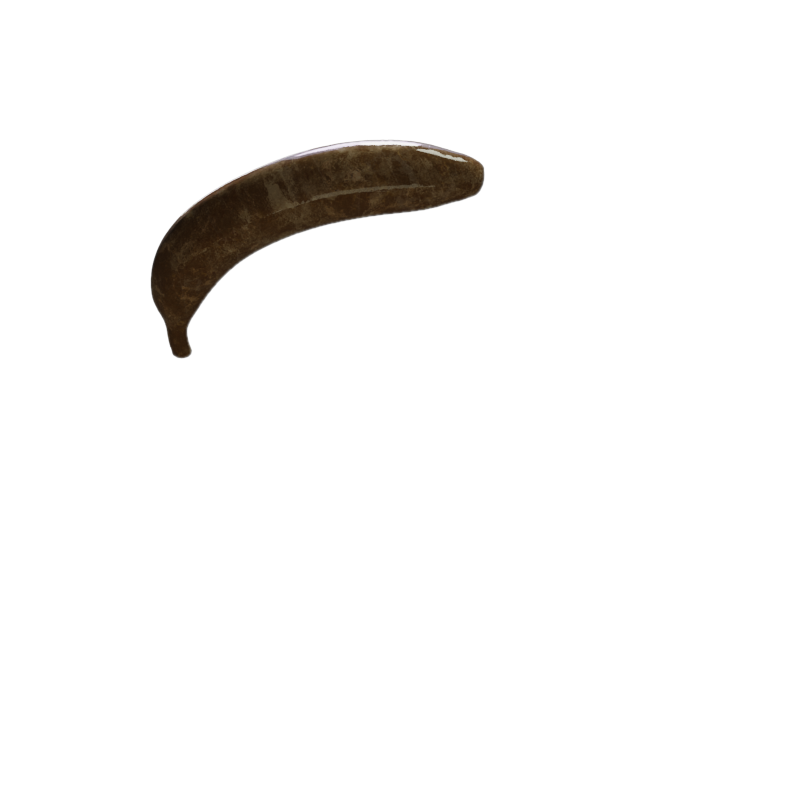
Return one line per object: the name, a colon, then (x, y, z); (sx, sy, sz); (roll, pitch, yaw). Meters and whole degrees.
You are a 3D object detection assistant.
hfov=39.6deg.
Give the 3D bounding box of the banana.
banana: (-0.057, -0.088, 0.552); (0.198, 0.039, 0.065); (-25, -48, 24)
